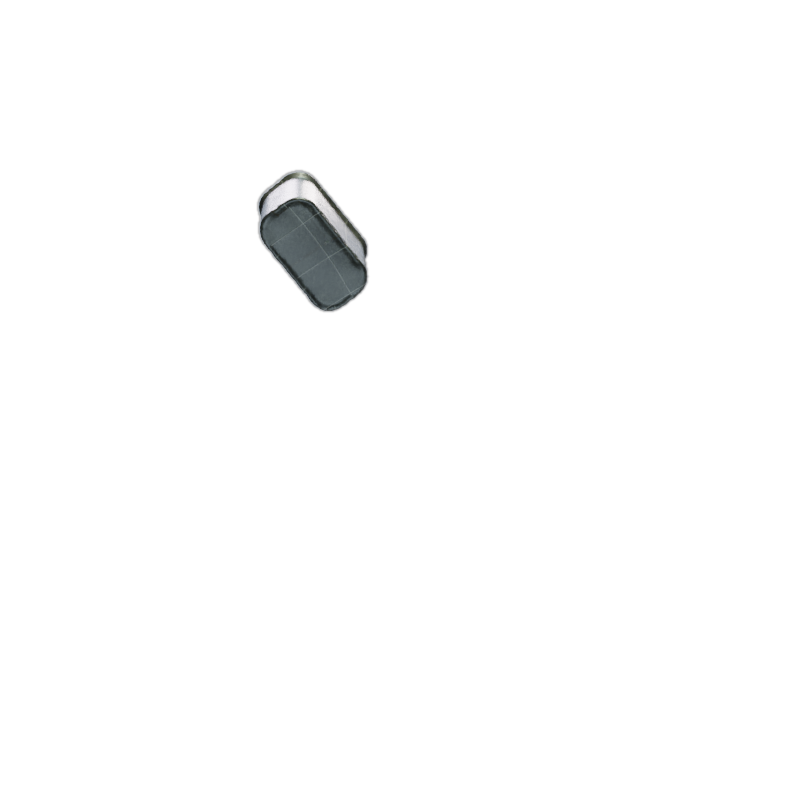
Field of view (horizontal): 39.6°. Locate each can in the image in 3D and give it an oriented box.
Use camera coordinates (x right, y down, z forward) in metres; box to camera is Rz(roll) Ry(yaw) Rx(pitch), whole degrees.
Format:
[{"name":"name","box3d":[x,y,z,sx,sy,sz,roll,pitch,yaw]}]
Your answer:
[{"name":"can","box3d":[-0.071,-0.129,0.903,0.057,0.098,0.087,-37,16,10]}]
